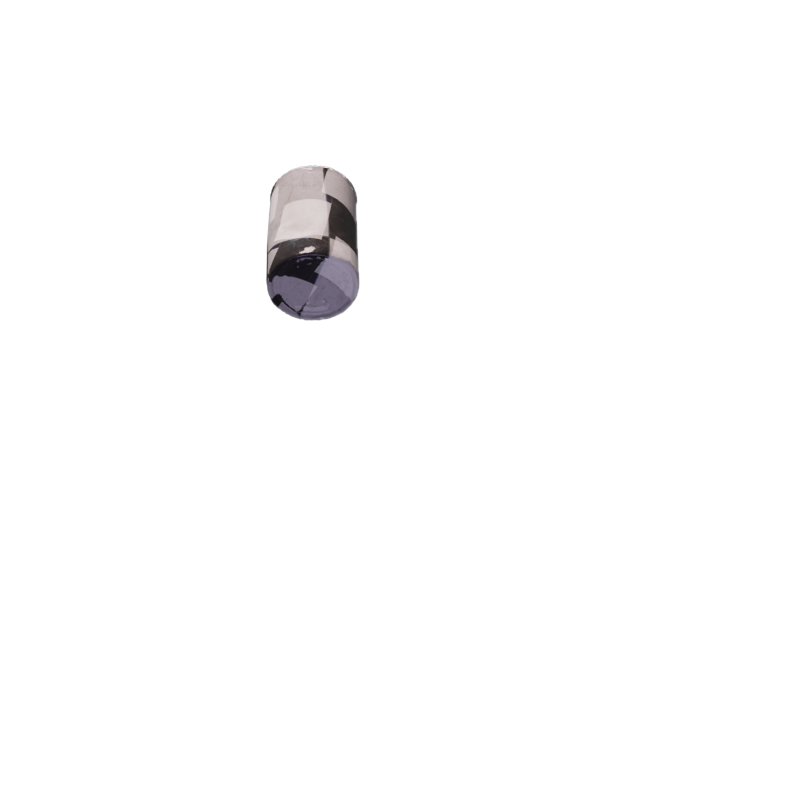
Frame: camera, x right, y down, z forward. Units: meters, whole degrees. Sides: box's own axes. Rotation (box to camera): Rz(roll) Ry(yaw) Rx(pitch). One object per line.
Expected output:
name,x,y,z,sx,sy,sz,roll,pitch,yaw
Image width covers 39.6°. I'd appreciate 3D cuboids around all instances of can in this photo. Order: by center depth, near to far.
can,-0.064,-0.117,0.823,0.068,0.064,0.110,-1,44,-3
